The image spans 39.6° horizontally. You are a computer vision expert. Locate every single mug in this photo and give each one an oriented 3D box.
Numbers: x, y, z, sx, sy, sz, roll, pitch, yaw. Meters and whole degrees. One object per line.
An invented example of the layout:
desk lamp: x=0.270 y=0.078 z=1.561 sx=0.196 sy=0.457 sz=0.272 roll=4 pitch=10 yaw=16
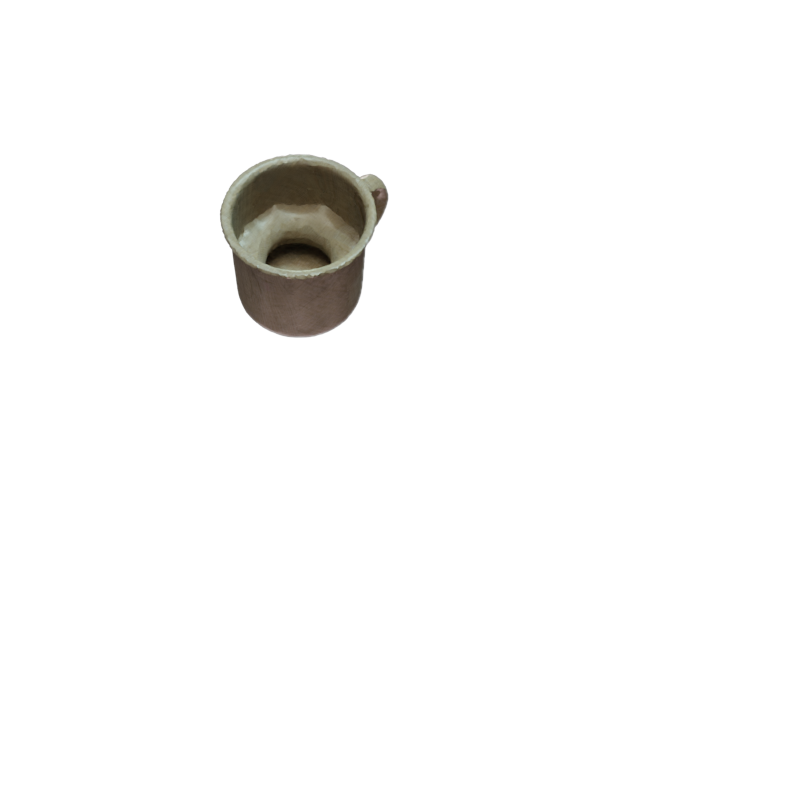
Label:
mug: x=-0.054 y=-0.099 z=0.695 sx=0.118 sy=0.099 sz=0.076 roll=-39 pitch=-24 yaw=-23
